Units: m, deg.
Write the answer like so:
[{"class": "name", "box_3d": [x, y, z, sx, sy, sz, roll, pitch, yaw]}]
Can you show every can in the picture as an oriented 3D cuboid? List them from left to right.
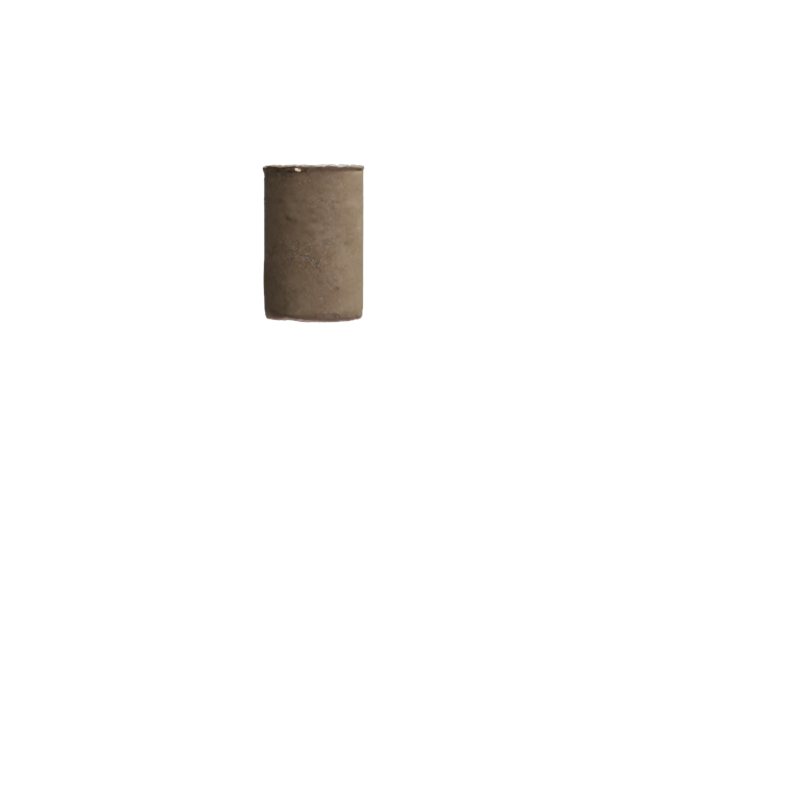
[{"class": "can", "box_3d": [-0.058, -0.106, 0.742, 0.068, 0.102, 0.069, 0, 4, -2]}]
